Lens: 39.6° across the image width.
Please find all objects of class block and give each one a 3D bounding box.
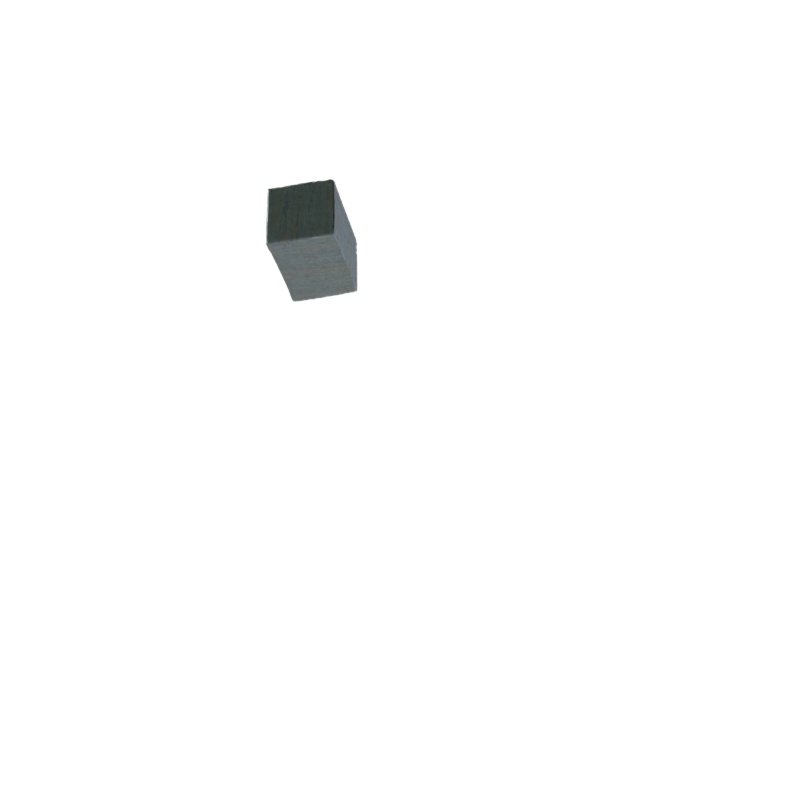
[{"bbox_3d":[-0.065,-0.118,0.827,0.053,0.055,0.072,-7,-33,9],"label":"block"}]
